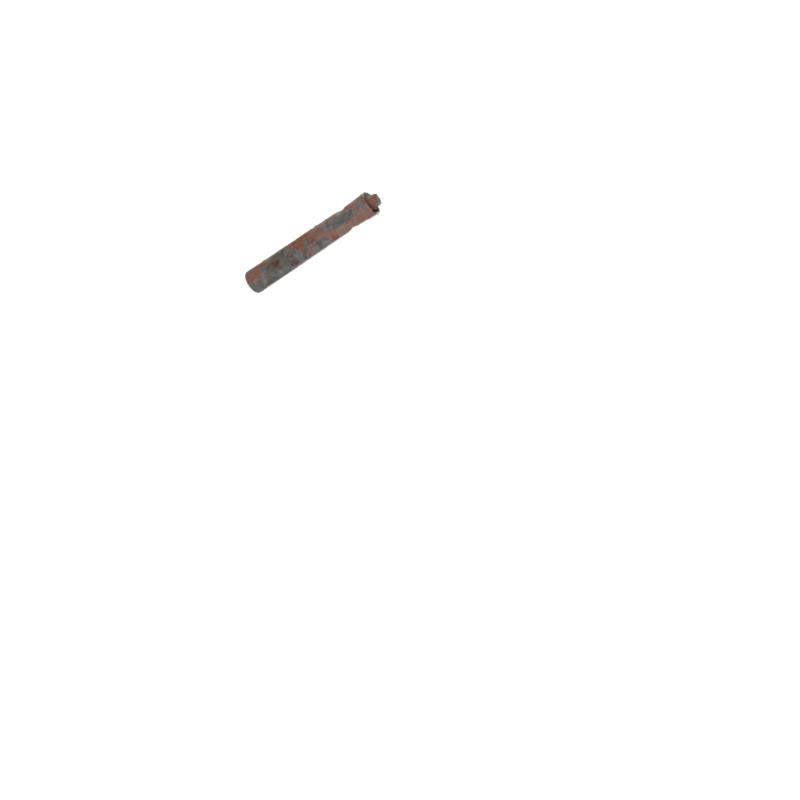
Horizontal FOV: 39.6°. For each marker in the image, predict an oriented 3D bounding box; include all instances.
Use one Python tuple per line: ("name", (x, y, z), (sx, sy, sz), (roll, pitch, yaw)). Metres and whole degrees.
("marker", (-0.064, -0.116, 0.812), (0.120, 0.020, 0.019), (-30, -10, 24))
